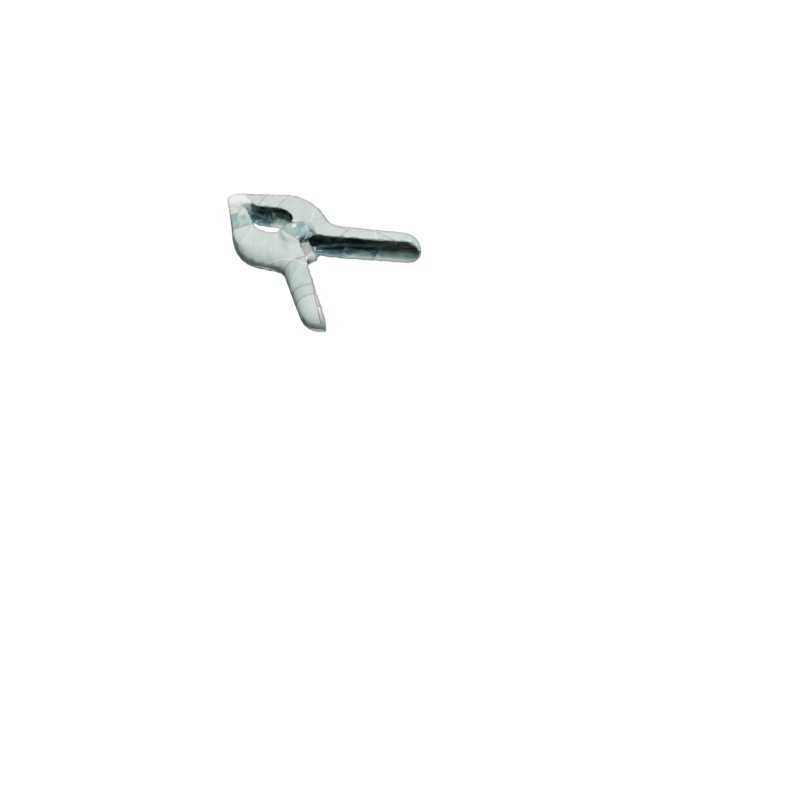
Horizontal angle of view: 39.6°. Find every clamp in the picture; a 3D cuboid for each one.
[{"bbox_3d":[-0.070,-0.128,0.900,0.120,0.037,0.184,-27,49,-26],"label":"clamp"}]
